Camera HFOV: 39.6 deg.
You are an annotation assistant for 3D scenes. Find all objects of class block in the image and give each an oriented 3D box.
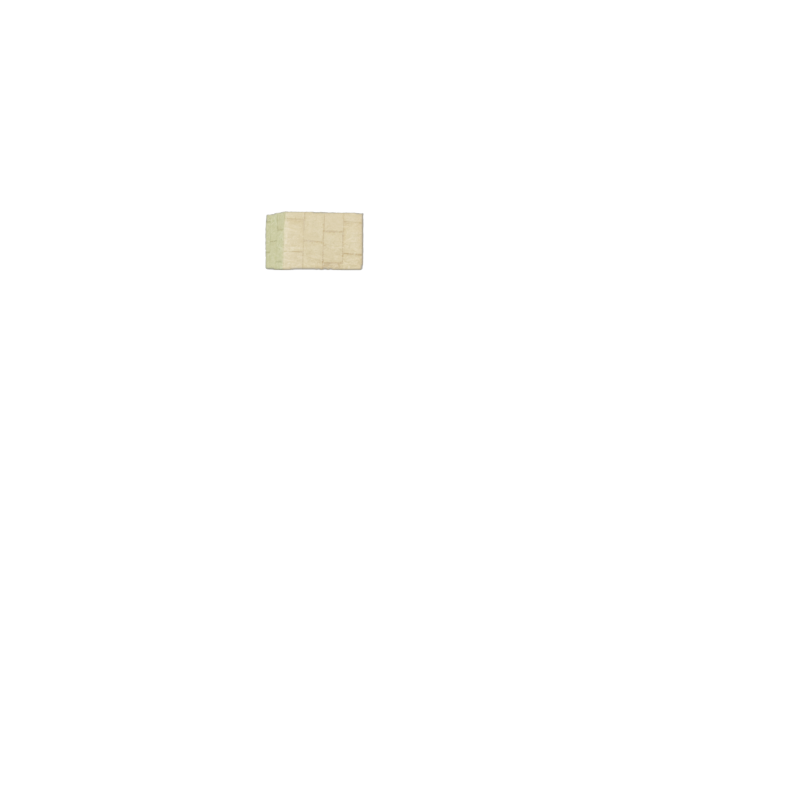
[{"bbox_3d":[-0.078,-0.143,0.999,0.076,0.051,0.054,-2,3,-23],"label":"block"}]
